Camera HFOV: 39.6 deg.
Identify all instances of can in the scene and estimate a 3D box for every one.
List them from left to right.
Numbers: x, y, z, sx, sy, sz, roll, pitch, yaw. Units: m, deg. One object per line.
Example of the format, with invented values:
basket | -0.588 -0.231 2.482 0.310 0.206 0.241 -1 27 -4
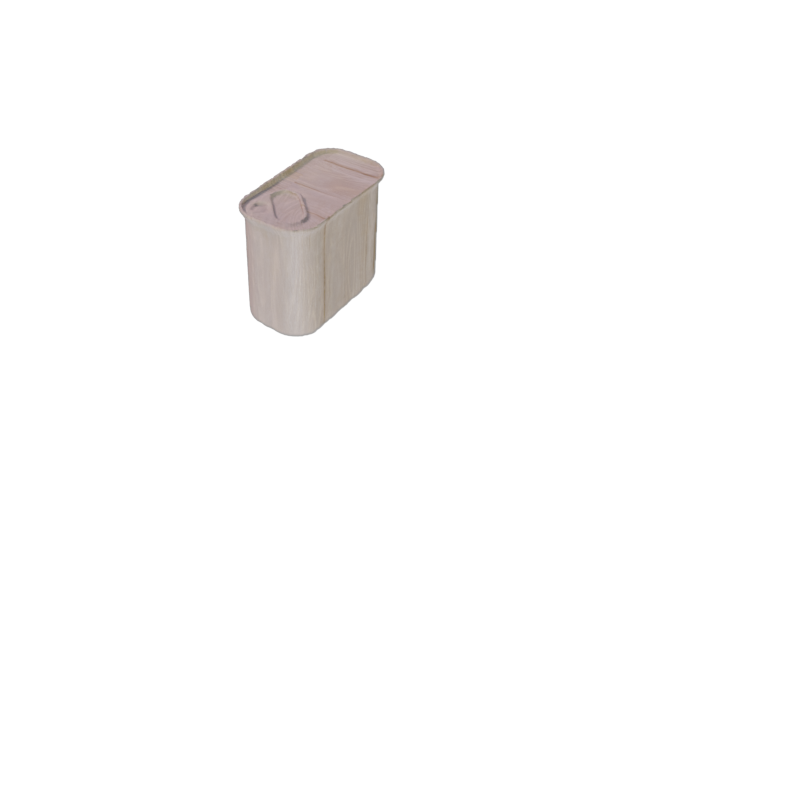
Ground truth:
can | -0.056 -0.102 0.717 0.060 0.078 0.104 23 43 25
